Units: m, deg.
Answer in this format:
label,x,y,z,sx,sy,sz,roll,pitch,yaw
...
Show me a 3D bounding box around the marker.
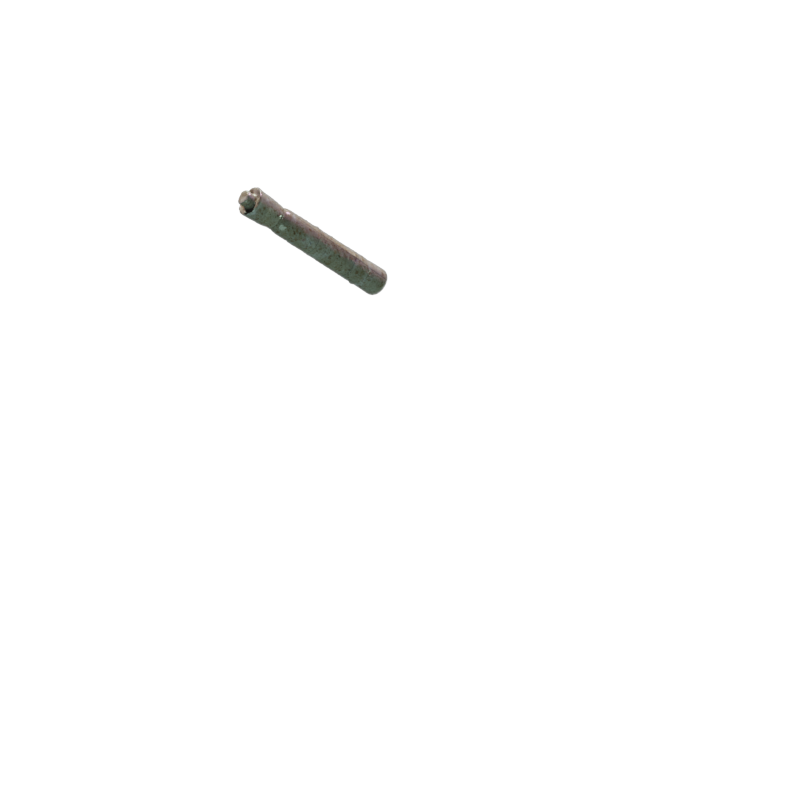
label,x,y,z,sx,sy,sz,roll,pitch,yaw
marker,-0.054,-0.098,0.689,0.113,0.020,0.021,29,-16,-38
